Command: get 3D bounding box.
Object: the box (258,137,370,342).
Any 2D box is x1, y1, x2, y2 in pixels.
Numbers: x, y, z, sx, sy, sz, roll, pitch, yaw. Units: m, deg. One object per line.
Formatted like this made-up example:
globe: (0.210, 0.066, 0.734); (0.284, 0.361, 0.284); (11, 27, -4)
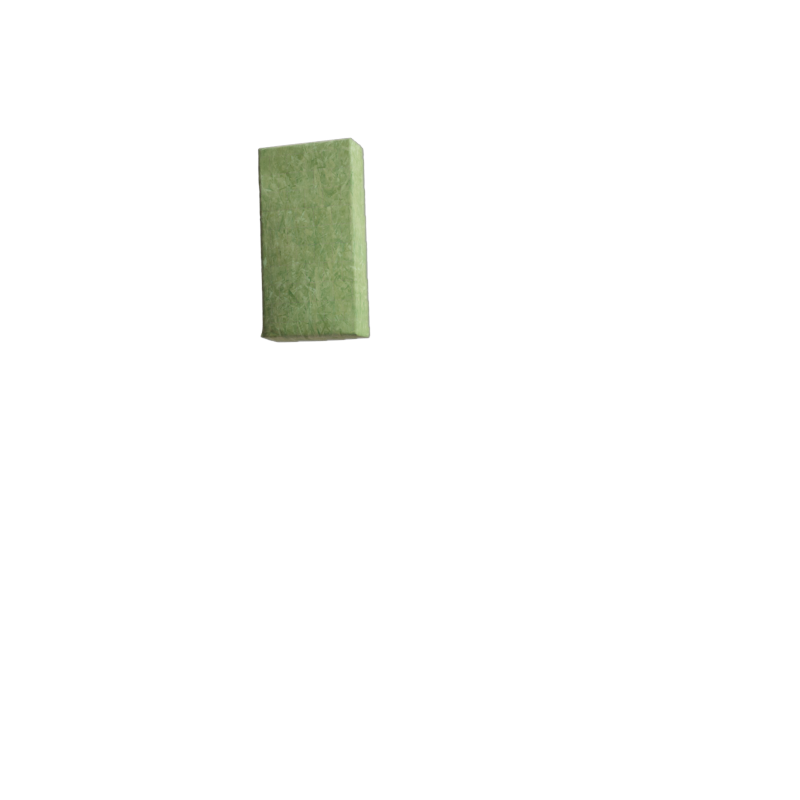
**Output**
box: (-0.078, -0.142, 0.997); (0.095, 0.181, 0.046); (-4, -10, 18)
